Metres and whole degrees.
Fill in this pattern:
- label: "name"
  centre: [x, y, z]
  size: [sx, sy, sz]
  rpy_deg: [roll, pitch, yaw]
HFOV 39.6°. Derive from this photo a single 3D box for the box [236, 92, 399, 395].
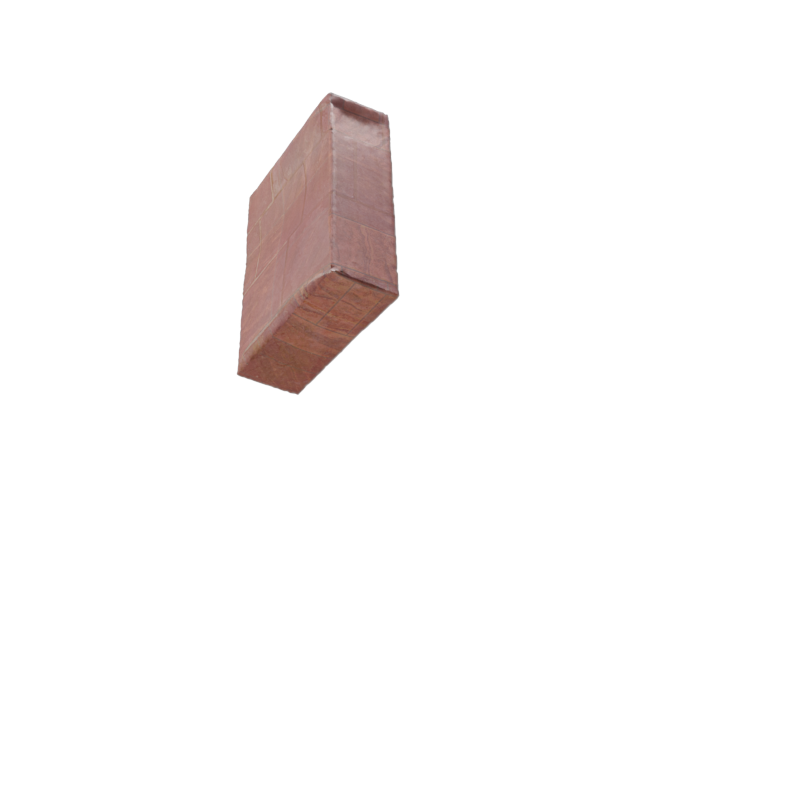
- label: "box"
  centre: [-0.076, -0.139, 0.976]
  size: [0.068, 0.229, 0.160]
  rpy_deg: [20, -43, -27]
